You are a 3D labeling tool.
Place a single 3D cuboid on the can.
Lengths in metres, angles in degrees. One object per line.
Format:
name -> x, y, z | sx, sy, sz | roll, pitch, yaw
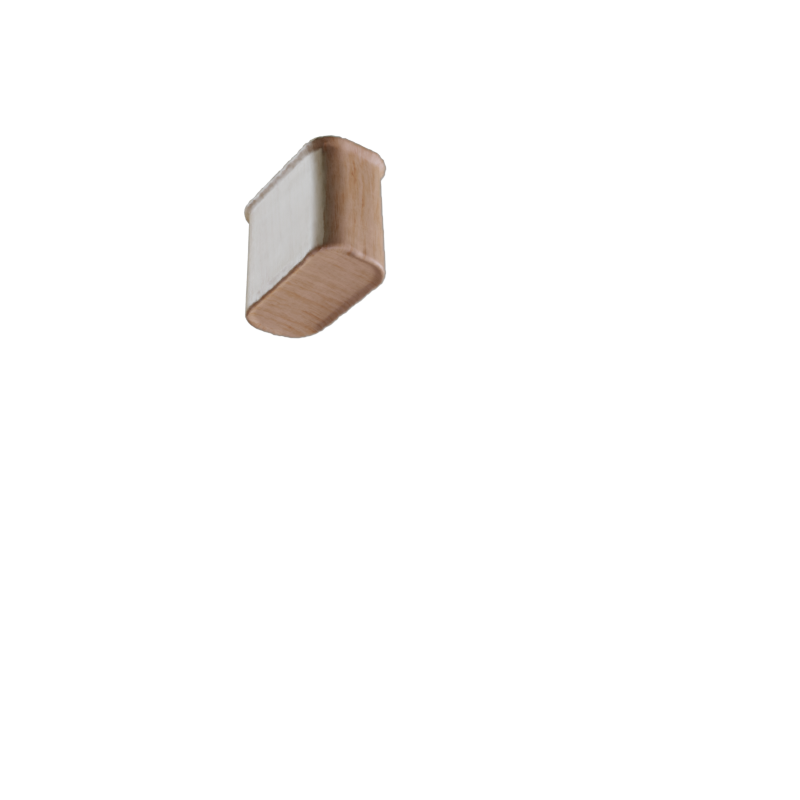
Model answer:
can -> -0.053, -0.096, 0.675 | 0.054, 0.090, 0.100 | 22, -41, -31
